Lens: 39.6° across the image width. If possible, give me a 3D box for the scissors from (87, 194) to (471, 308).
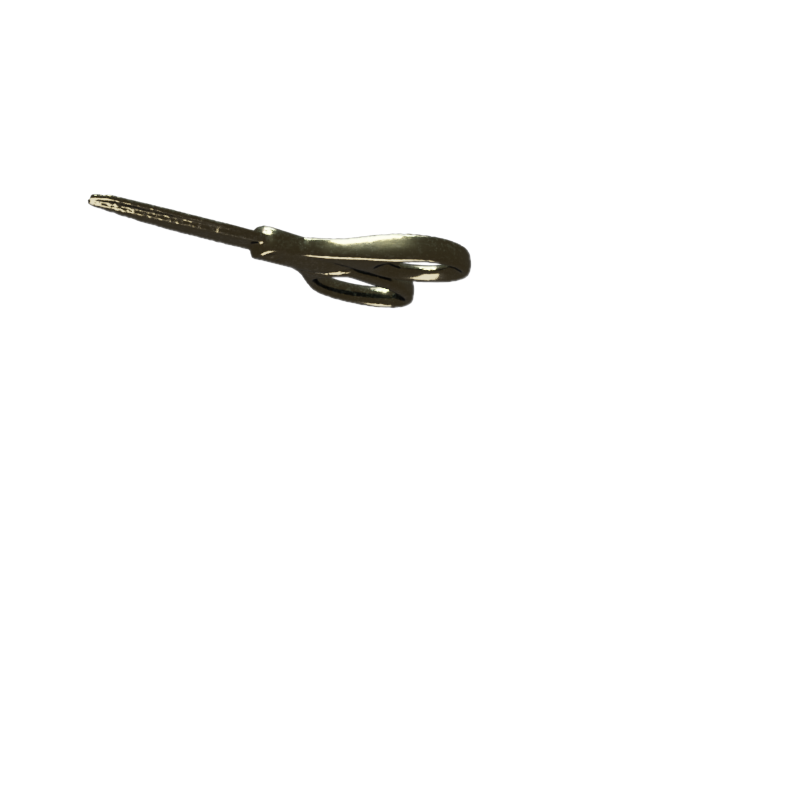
[{"bbox_3d":[-0.041,-0.075,0.527,0.098,0.016,0.190,-8,-14,33],"label":"scissors"}]
